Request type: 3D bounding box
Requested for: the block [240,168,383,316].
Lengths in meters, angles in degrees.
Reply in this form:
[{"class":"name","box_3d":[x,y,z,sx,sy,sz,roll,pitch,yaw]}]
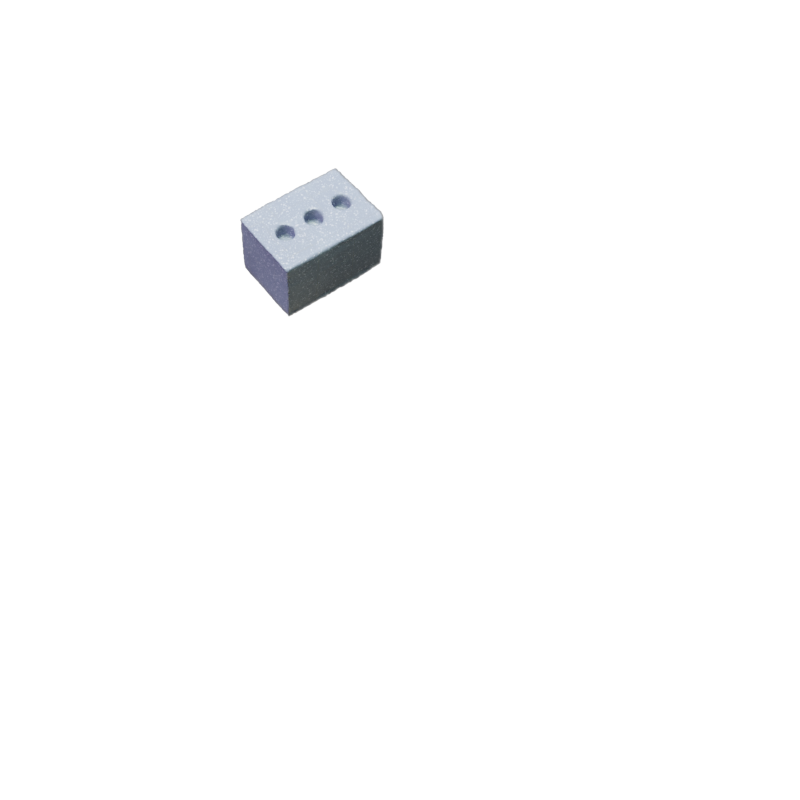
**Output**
[{"class":"block","box_3d":[-0.056,-0.102,0.715,0.078,0.056,0.048,-32,-28,-22]}]
